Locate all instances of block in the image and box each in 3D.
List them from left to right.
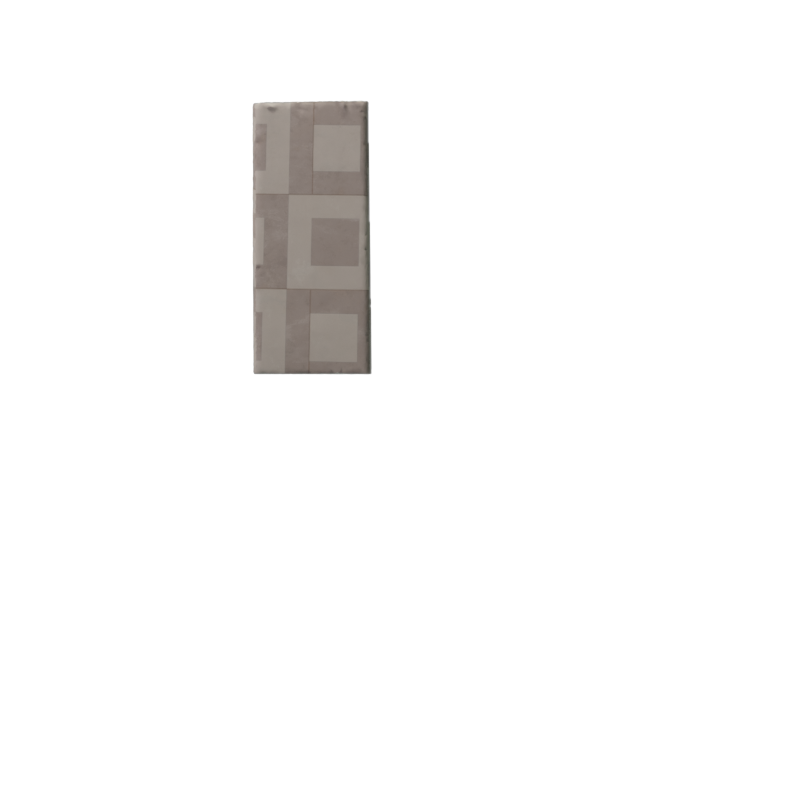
[{"bbox_3d":[-0.069,-0.125,0.874,0.091,0.209,0.089,0,-5,0],"label":"block"}]
